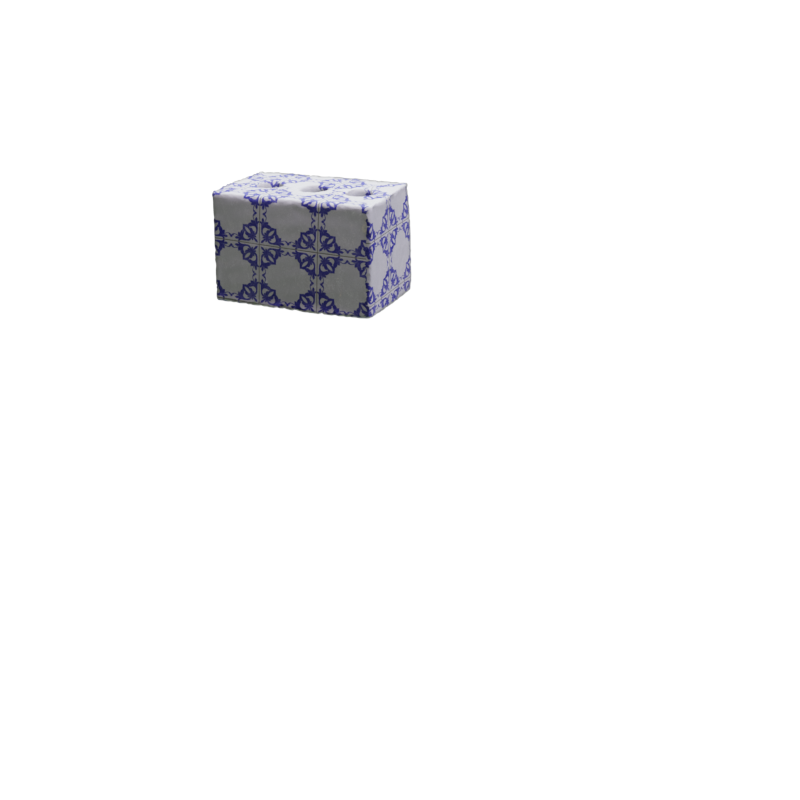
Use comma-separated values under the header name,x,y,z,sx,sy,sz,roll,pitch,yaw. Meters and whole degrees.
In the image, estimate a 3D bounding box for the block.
name,x,y,z,sx,sy,sz,roll,pitch,yaw
block,-0.039,-0.072,0.504,0.080,0.049,0.053,8,20,20
